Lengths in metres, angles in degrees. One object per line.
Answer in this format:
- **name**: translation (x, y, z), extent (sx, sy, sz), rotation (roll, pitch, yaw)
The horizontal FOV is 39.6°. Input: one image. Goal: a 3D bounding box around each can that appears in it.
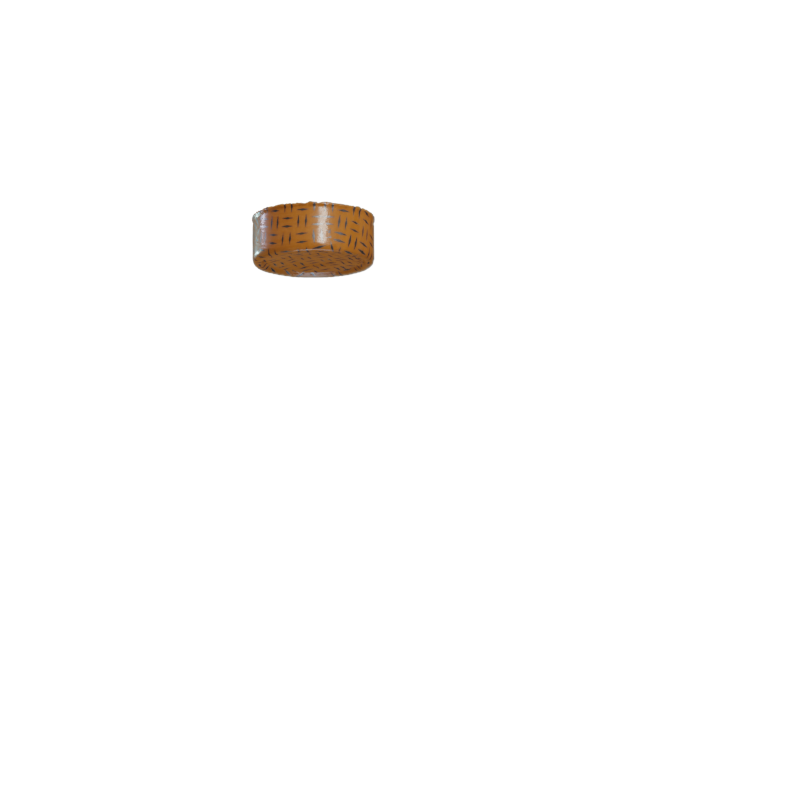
- **can**: translation (-0.060, -0.110, 0.770), extent (0.086, 0.034, 0.084), rotation (0, -8, -2)
